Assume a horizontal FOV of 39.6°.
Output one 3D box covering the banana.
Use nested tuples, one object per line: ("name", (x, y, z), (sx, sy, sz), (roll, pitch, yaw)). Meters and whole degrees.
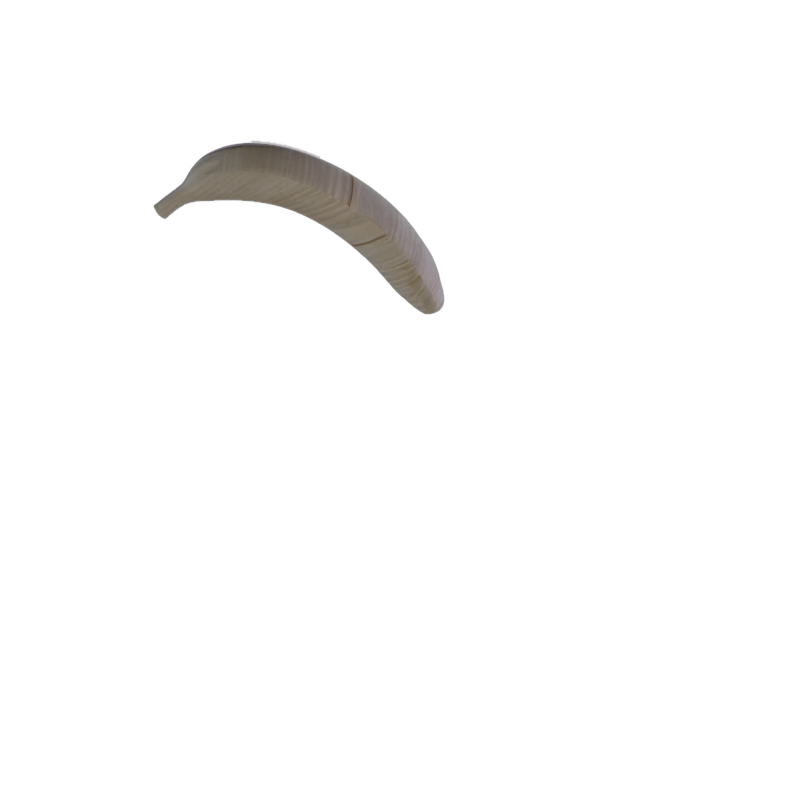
("banana", (-0.051, -0.117, 0.701), (0.193, 0.067, 0.039), (20, 27, -11))
